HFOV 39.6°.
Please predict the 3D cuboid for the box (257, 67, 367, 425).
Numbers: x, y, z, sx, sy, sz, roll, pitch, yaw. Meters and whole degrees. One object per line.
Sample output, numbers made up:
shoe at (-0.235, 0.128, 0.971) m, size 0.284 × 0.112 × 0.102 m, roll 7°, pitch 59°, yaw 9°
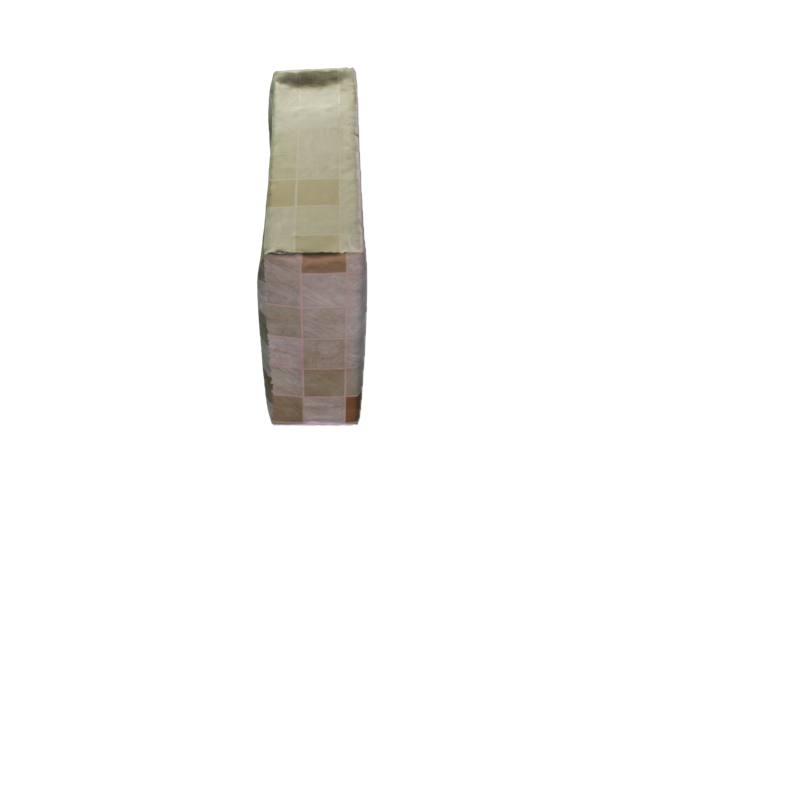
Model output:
box at (-0.063, -0.115, 0.804) m, size 0.072 × 0.230 × 0.153 m, roll -1°, pitch -45°, yaw -3°
